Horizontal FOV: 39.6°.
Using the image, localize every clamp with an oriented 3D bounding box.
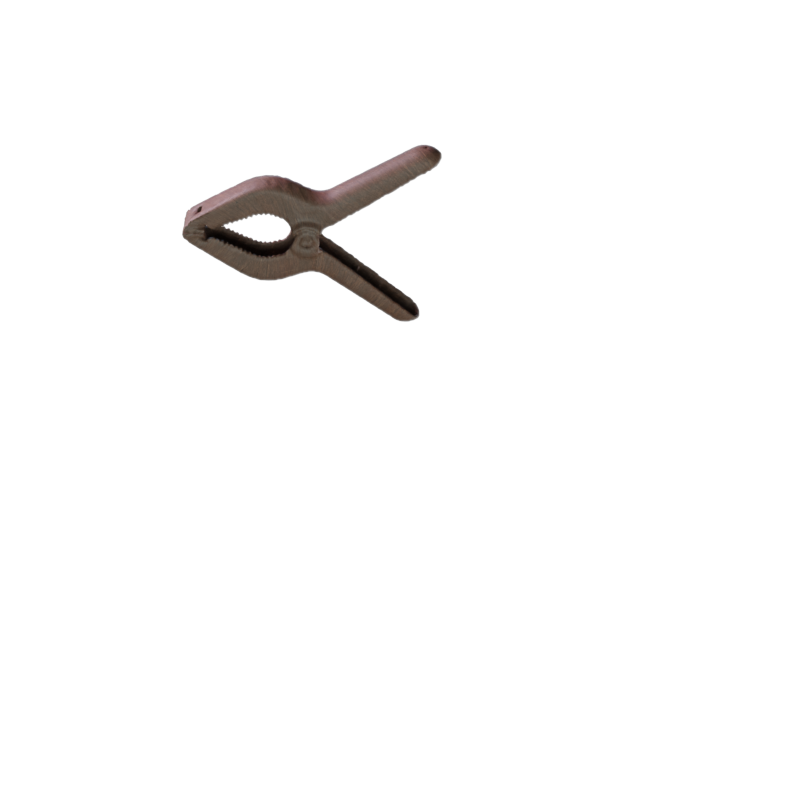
[{"bbox_3d":[-0.071,-0.130,0.913,0.210,0.154,0.039,-2,33,1],"label":"clamp"}]
